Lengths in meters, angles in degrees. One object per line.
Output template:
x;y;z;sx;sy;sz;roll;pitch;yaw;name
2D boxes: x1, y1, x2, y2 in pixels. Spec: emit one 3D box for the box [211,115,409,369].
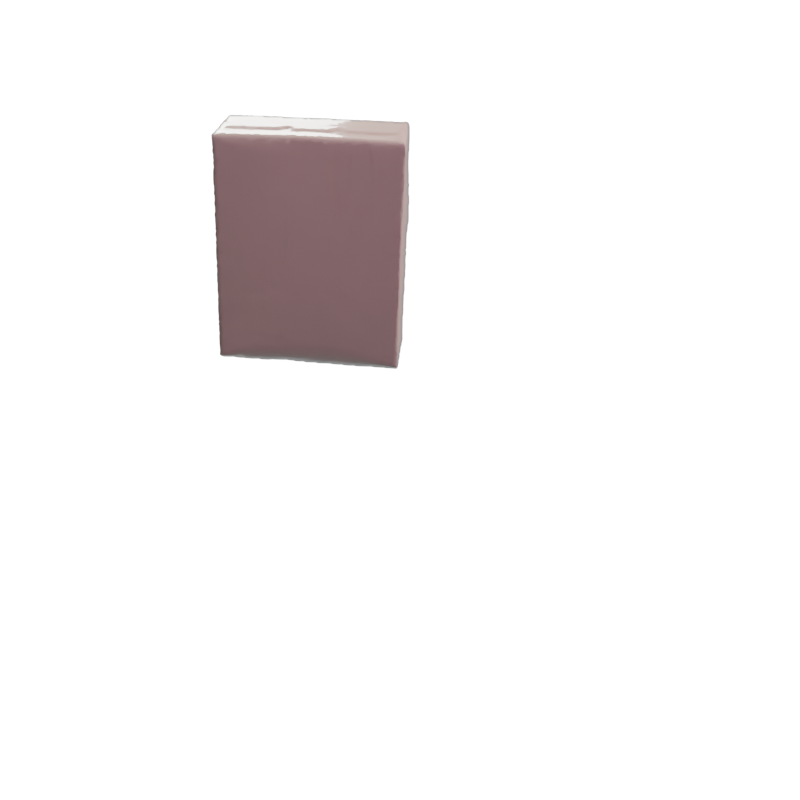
-0.077;-0.140;0.980;0.166;0.203;0.075;5;25;7;box
